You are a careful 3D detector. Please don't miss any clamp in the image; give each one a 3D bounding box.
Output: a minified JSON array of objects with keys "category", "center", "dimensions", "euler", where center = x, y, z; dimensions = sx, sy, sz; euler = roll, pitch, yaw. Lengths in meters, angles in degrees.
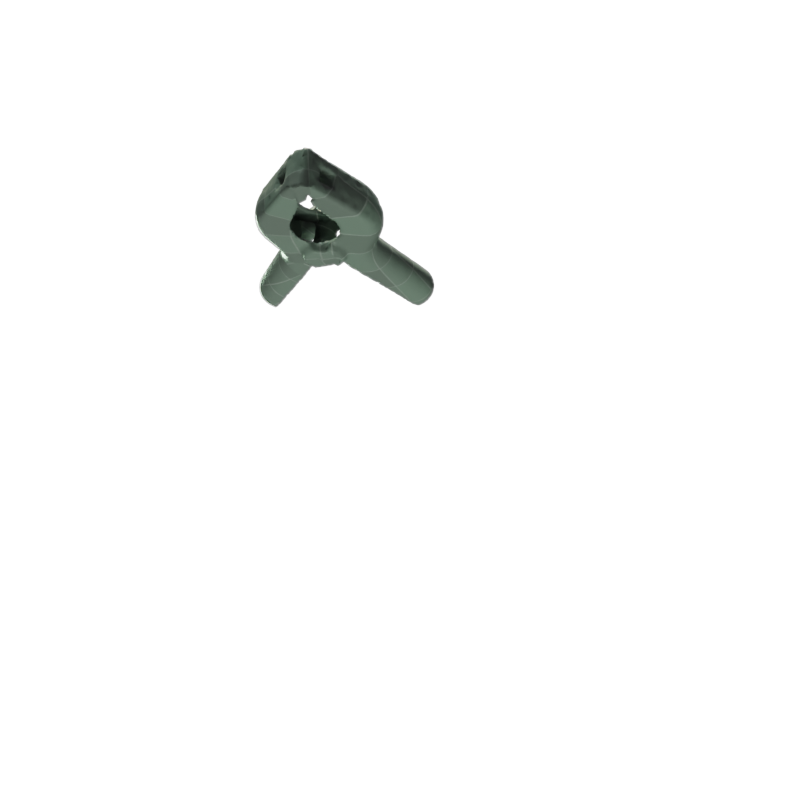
[{"category":"clamp","center":[-0.056,-0.102,0.712],"dimensions":[0.122,0.042,0.159],"euler":[-9,-29,16]}]
